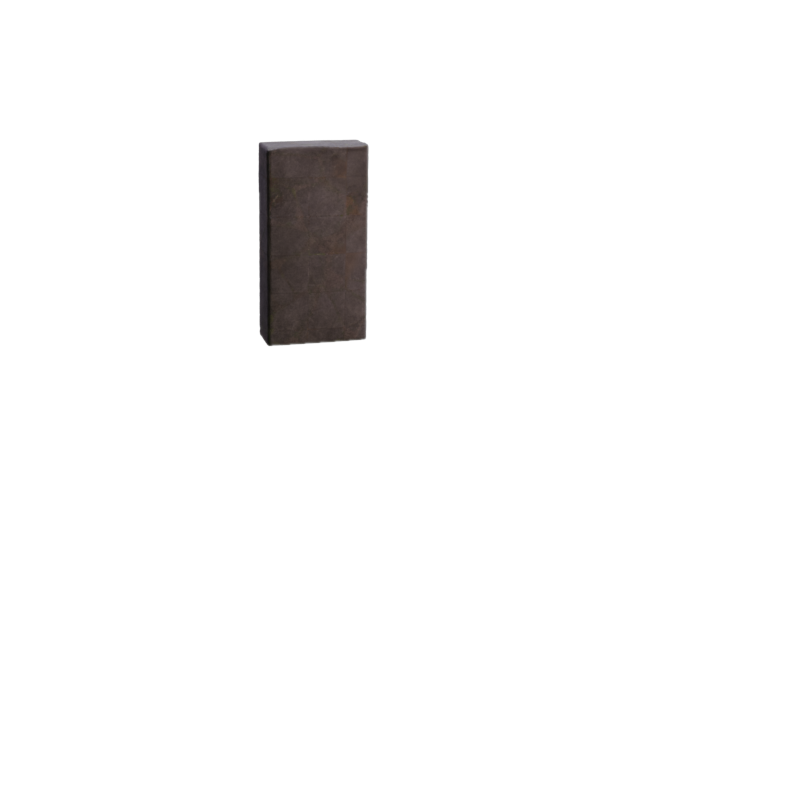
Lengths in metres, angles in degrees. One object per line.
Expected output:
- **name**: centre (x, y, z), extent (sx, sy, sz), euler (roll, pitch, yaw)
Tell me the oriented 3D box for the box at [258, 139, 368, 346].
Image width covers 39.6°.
- **box**: centre (-0.077, -0.140, 0.979), extent (0.092, 0.170, 0.051), euler (-3, 16, -15)
